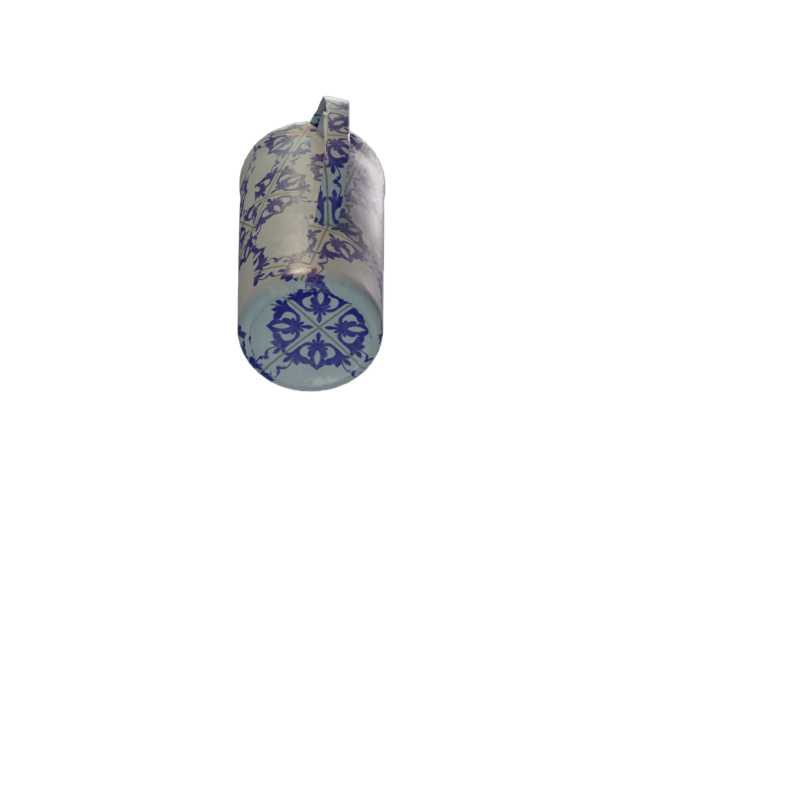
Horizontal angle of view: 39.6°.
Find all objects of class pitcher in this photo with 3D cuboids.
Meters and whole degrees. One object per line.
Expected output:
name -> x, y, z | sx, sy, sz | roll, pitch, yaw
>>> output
pitcher -> -0.071, -0.129, 0.905 | 0.145, 0.139, 0.260 | -27, 33, 15
